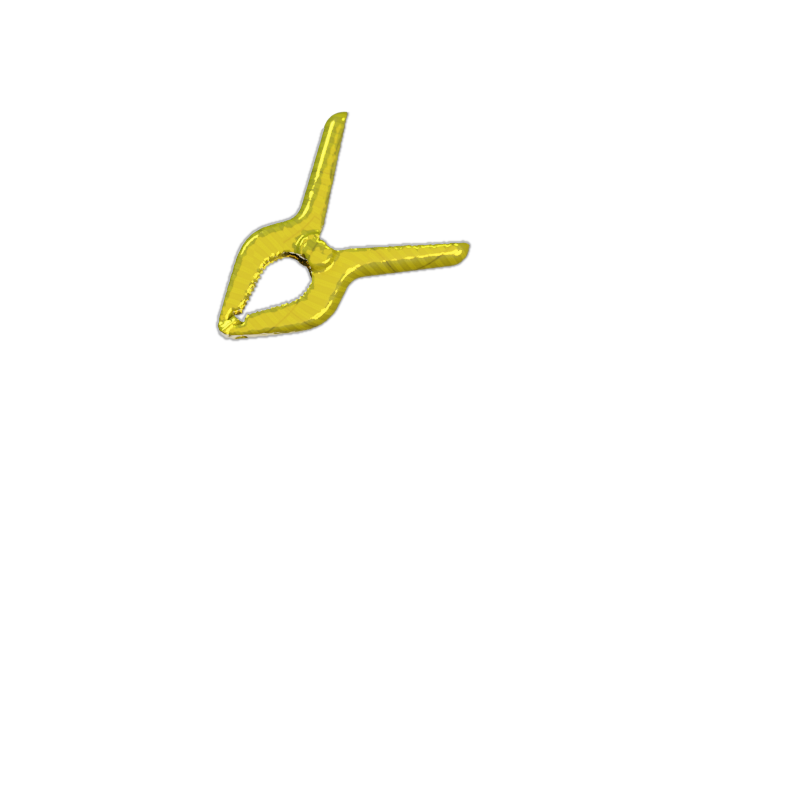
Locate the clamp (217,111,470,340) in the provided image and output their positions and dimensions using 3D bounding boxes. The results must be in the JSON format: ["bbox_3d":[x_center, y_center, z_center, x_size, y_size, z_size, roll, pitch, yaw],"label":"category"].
[{"bbox_3d":[-0.071,-0.130,0.912,0.210,0.170,0.035,-34,-12,-9],"label":"clamp"}]
